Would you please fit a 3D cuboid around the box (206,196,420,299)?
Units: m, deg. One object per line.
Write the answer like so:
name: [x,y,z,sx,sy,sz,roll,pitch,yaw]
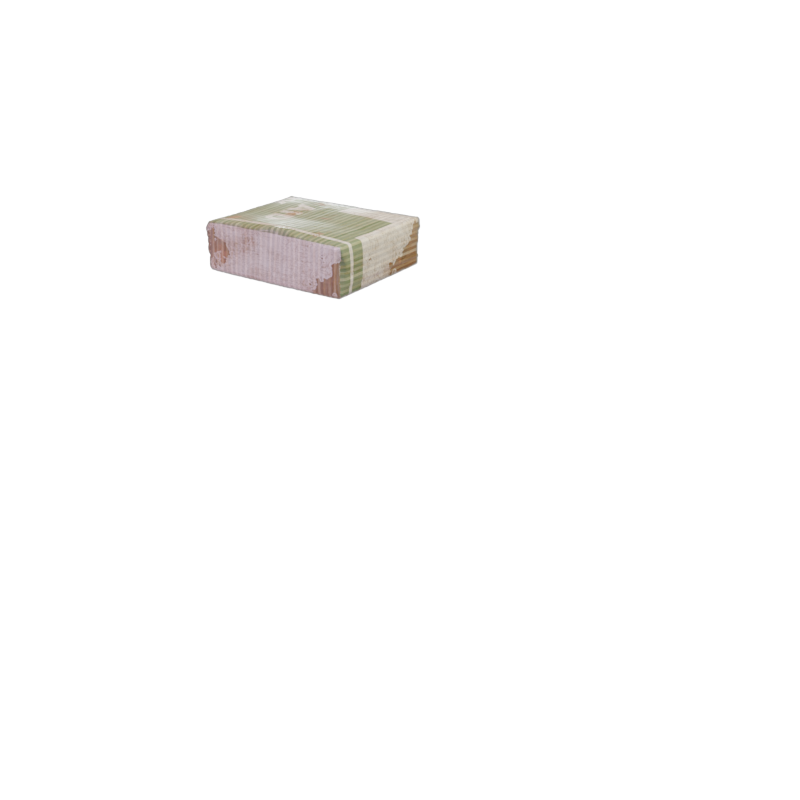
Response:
box: [-0.046,-0.084,0.588,0.094,0.029,0.073,15,27,32]
